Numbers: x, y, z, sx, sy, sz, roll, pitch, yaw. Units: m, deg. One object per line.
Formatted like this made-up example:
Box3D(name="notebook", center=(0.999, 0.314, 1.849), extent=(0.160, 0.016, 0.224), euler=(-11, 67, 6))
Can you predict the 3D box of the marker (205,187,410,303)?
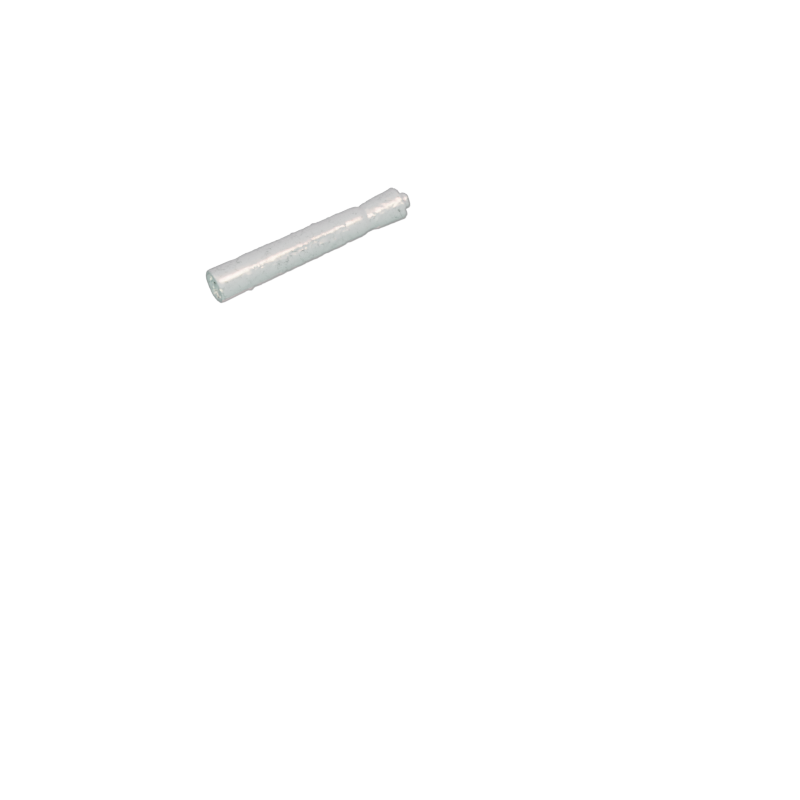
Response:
Box3D(name="marker", center=(-0.046, -0.085, 0.593), extent=(0.121, 0.019, 0.020), euler=(-28, 15, -20))
